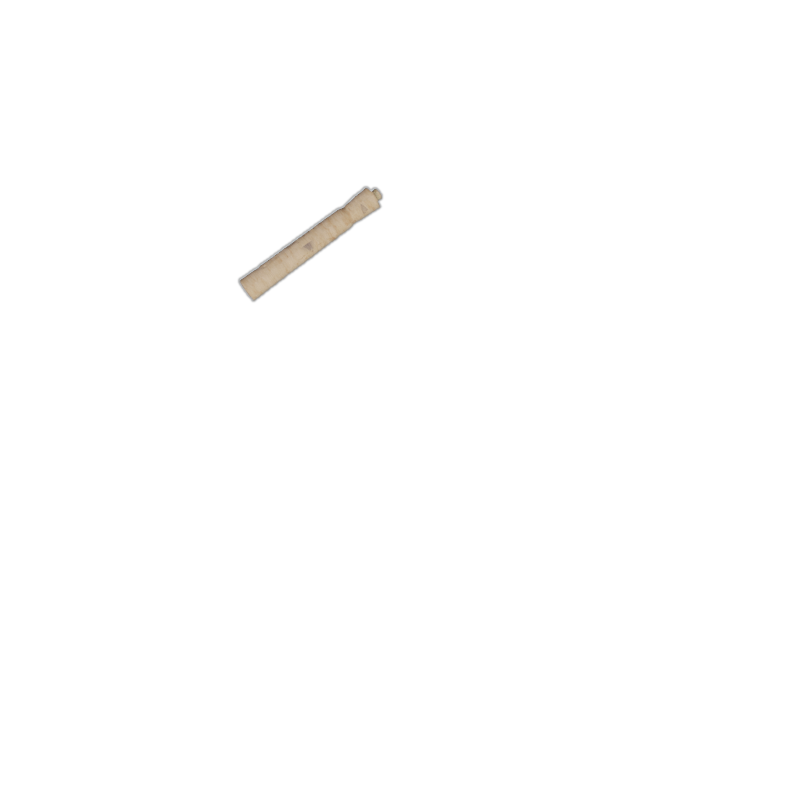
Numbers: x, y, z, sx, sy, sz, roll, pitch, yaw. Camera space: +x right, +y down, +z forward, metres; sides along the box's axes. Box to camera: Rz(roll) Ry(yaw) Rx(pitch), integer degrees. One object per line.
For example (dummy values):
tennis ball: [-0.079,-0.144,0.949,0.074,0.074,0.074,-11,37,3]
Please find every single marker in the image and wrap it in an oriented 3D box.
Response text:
marker: [-0.063,-0.114,0.800,0.121,0.019,0.020,-37,10,-7]
